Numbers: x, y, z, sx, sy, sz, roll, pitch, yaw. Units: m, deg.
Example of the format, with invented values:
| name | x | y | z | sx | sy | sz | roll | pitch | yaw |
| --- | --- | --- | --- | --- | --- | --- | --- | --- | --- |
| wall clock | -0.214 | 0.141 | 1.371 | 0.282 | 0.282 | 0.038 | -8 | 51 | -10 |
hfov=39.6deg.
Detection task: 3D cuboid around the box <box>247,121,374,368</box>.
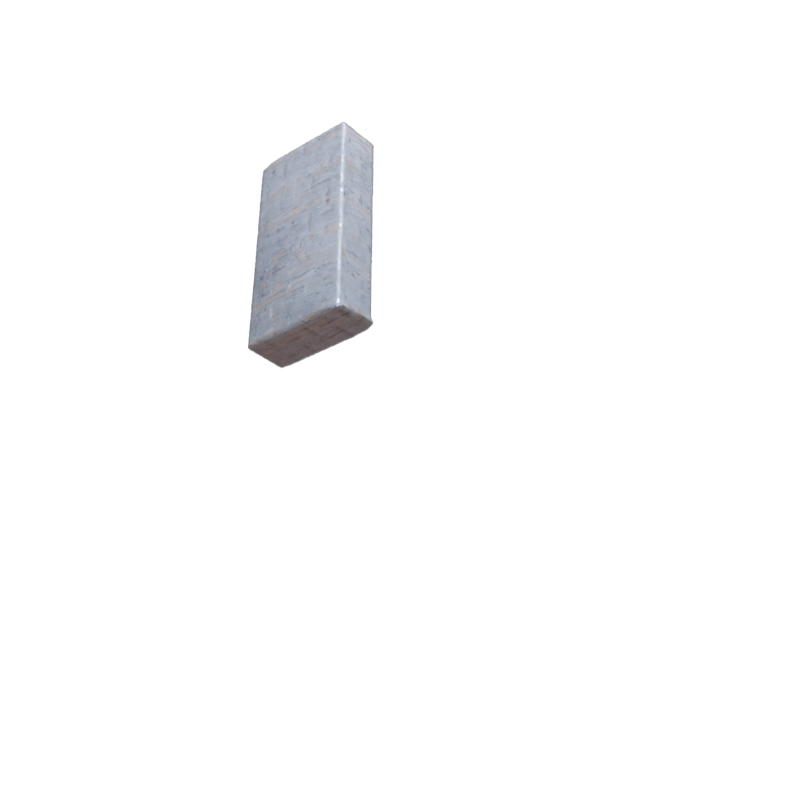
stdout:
| name | x | y | z | sx | sy | sz | roll | pitch | yaw |
| --- | --- | --- | --- | --- | --- | --- | --- | --- | --- |
| box | -0.067 | -0.122 | 0.854 | 0.094 | 0.188 | 0.045 | -25 | -39 | 31 |
